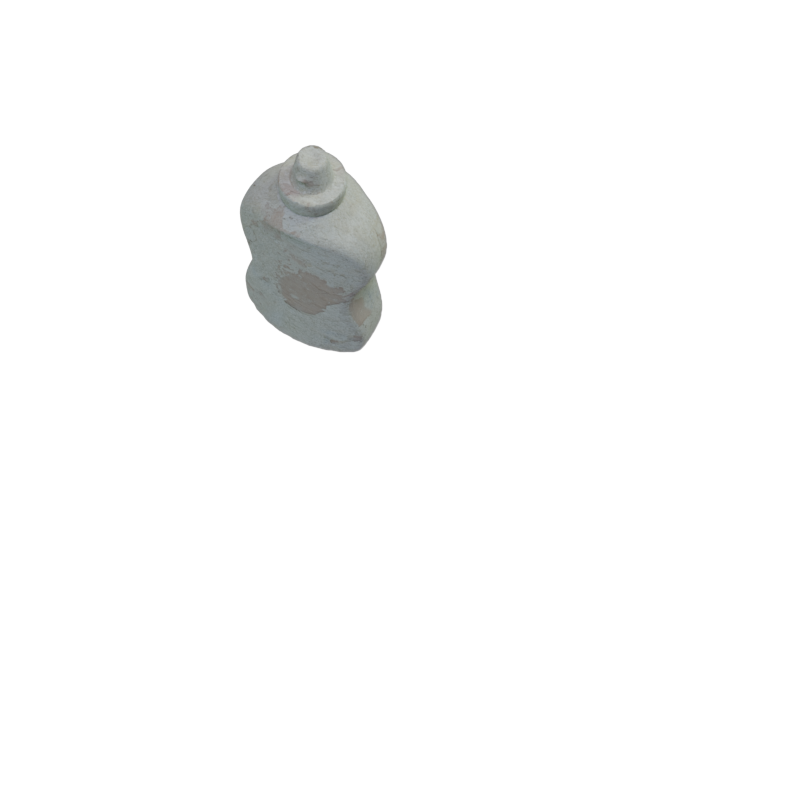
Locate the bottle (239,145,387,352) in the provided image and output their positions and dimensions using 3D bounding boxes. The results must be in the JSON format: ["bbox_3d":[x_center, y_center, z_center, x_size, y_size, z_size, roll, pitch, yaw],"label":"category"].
[{"bbox_3d":[-0.056,-0.101,0.713,0.099,0.060,0.181,30,-23,10],"label":"bottle"}]
